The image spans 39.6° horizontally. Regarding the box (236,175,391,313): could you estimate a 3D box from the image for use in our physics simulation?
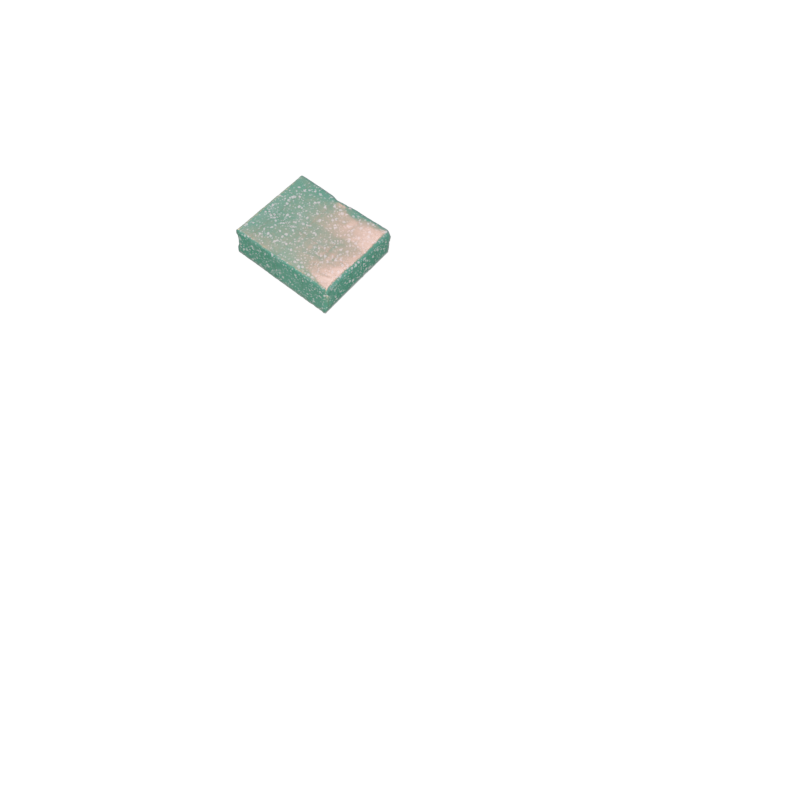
[{"bbox_3d":[-0.064,-0.117,0.816,0.094,0.074,0.028,35,-29,22],"label":"box"}]
